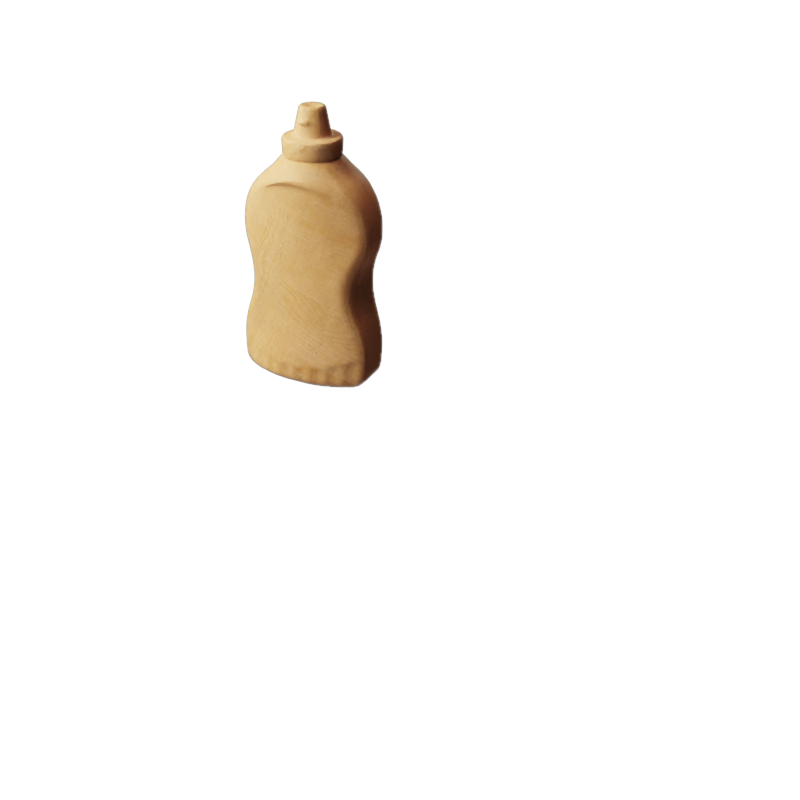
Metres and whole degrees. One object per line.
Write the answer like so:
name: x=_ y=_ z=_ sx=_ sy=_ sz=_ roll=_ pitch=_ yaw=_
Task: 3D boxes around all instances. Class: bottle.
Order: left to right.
bottle: x=-0.059 y=-0.107 z=0.753 sx=0.100 sy=0.182 sz=0.059 roll=14 pitch=26 yaw=26
